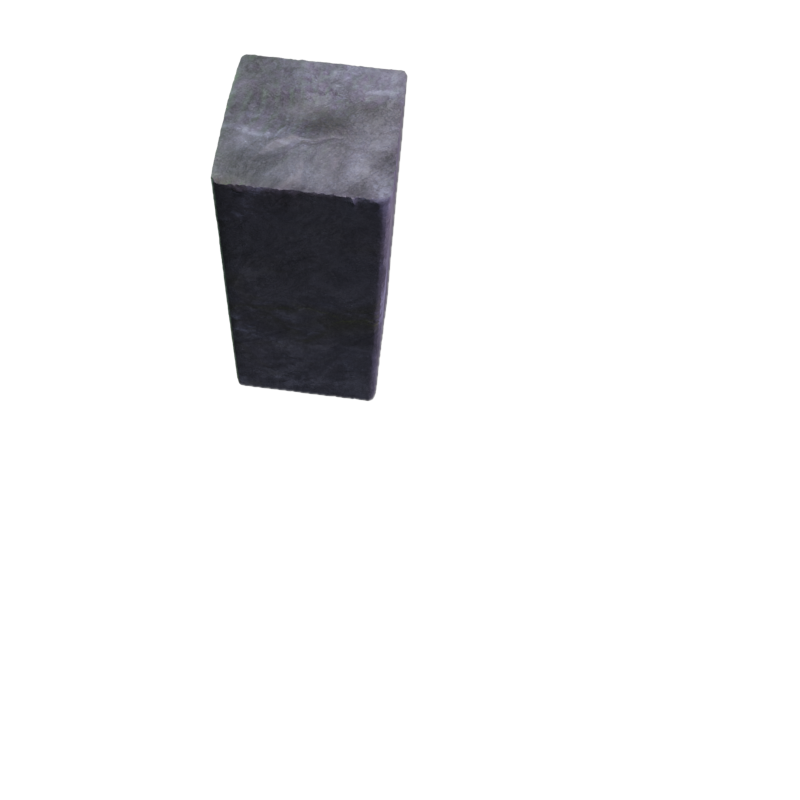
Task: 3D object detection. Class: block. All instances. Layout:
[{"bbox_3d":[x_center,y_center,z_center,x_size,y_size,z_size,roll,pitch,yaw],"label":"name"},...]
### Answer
[{"bbox_3d":[-0.050,-0.091,0.638,0.091,0.096,0.193,7,-31,1],"label":"block"}]
